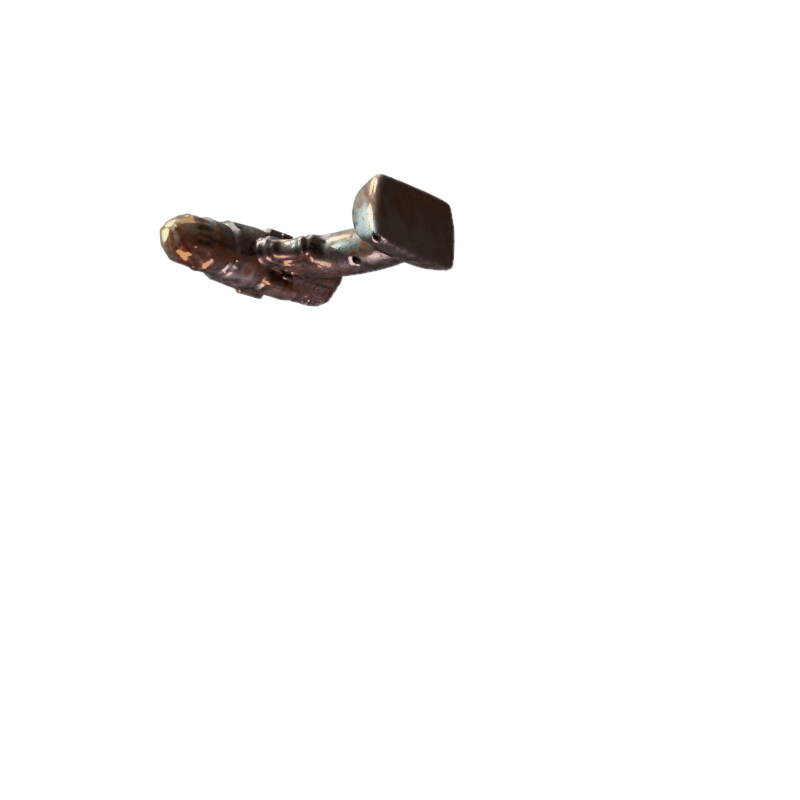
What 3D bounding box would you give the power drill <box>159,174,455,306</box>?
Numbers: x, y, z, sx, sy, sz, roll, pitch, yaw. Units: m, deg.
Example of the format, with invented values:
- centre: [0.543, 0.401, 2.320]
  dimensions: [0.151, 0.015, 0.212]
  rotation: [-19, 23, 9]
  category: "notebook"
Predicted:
- centre: [-0.068, -0.123, 0.863]
  dimensions: [0.192, 0.059, 0.174]
  rotation: [-8, -12, 39]
  category: "power drill"
